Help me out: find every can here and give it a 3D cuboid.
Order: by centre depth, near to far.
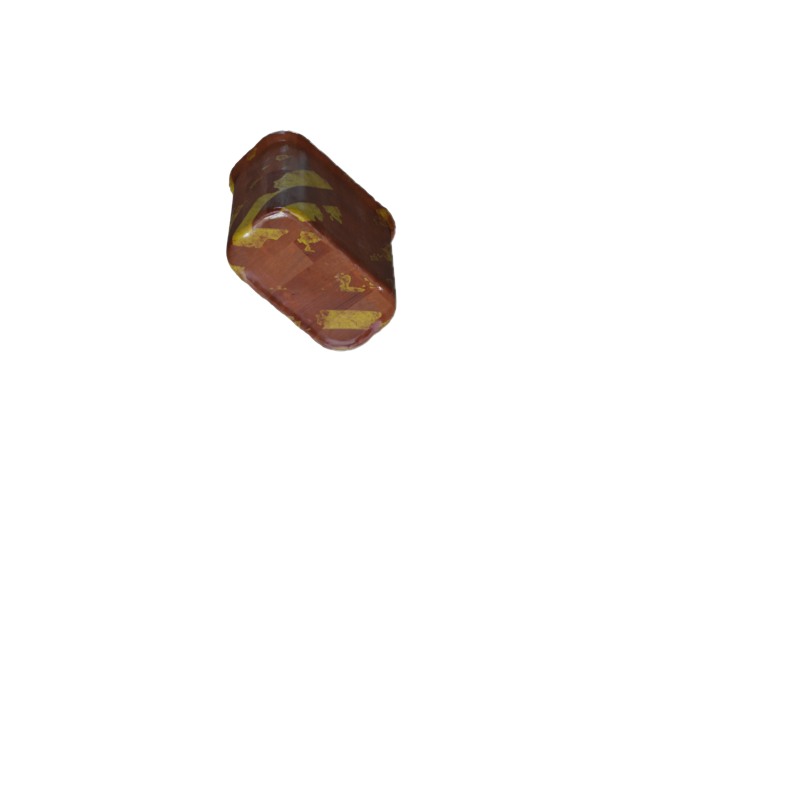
[{"bbox_3d":[-0.048,-0.087,0.610,0.096,0.057,0.089,39,25,-25],"label":"can"}]
